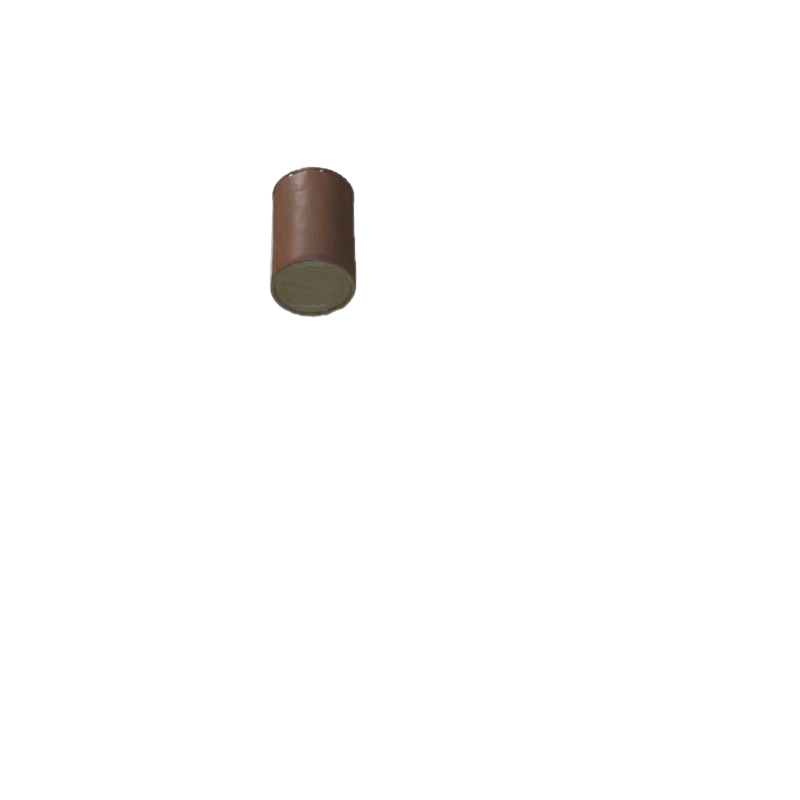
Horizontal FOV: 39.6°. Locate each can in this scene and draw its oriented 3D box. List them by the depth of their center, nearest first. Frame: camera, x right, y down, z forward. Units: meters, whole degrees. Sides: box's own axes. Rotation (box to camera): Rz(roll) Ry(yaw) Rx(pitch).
[{"bbox_3d":[-0.069,-0.125,0.876,0.068,0.110,0.064,-1,-39,-3],"label":"can"}]
